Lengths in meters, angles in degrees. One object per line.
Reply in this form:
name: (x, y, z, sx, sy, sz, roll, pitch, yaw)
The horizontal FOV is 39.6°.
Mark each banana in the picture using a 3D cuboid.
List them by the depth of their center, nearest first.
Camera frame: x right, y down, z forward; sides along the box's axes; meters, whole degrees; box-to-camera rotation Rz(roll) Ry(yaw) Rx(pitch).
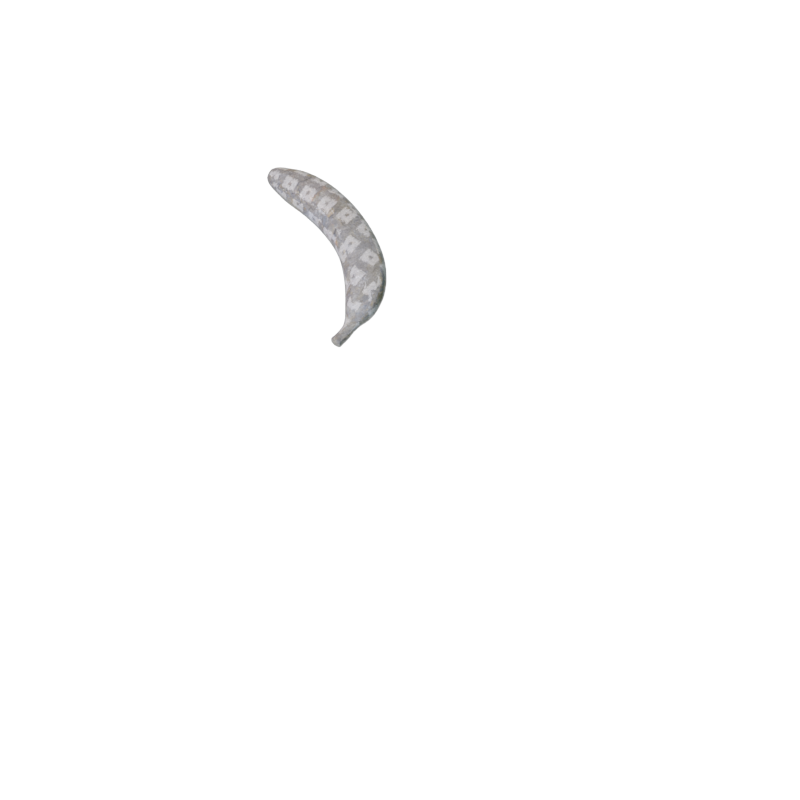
banana: (-0.058, -0.142, 0.980, 0.069, 0.213, 0.034, -16, -33, -11)
